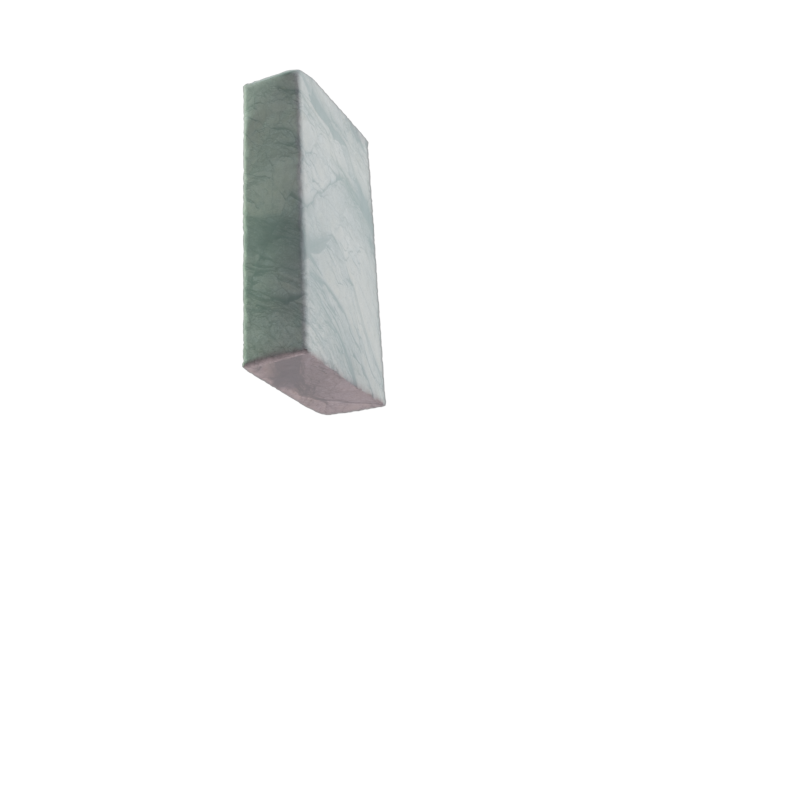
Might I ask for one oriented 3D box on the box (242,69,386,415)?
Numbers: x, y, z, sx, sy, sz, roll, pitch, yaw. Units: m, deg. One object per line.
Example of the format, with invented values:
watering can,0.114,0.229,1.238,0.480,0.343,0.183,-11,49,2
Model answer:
box,-0.048,-0.089,0.621,0.049,0.186,0.087,-13,-27,23
